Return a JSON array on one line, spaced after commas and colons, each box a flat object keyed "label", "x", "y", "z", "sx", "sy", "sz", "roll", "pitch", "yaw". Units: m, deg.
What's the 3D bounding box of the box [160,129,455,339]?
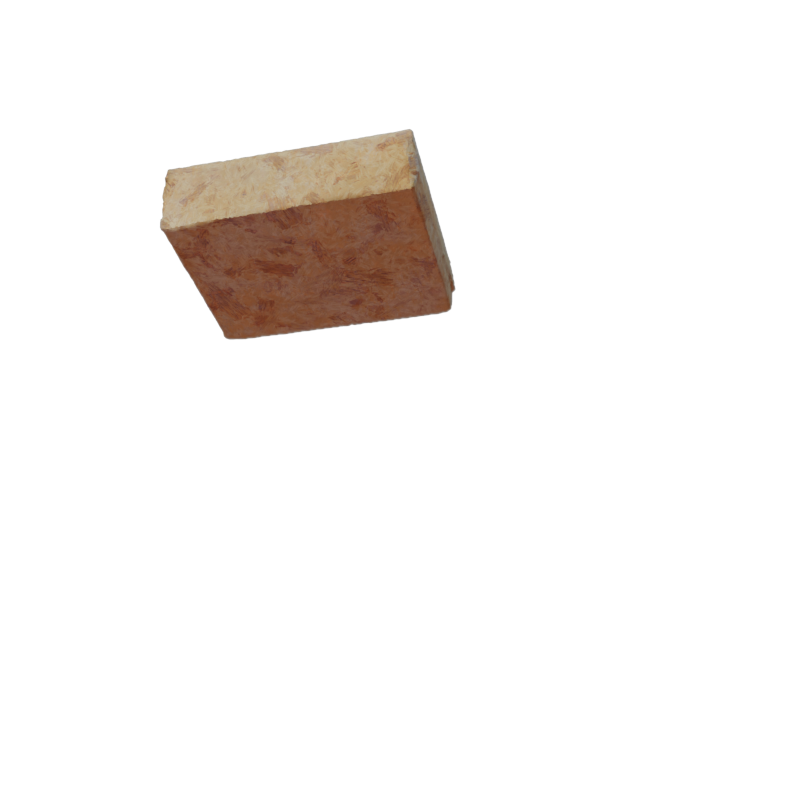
[{"label": "box", "x": -0.039, "y": -0.071, "z": 0.496, "sx": 0.115, "sy": 0.042, "sz": 0.083, "roll": -8, "pitch": -36, "yaw": 11}]
